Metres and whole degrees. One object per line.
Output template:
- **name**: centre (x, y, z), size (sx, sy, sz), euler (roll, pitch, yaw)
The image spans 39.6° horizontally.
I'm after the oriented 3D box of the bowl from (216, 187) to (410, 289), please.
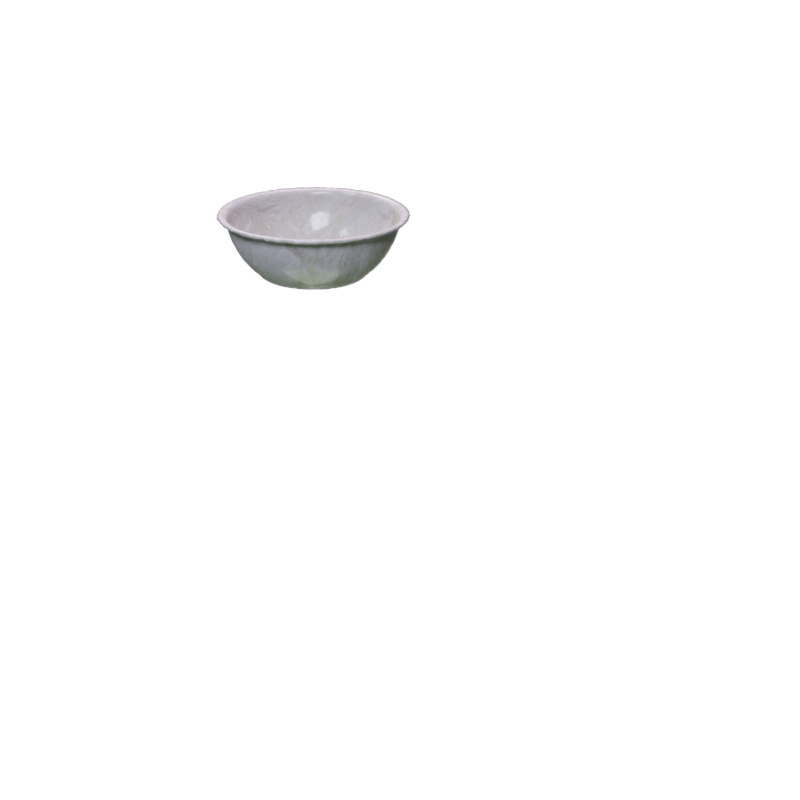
- **bowl**: centre (-0.073, -0.134, 0.938), size (0.162, 0.052, 0.170), euler (-1, 24, -2)
